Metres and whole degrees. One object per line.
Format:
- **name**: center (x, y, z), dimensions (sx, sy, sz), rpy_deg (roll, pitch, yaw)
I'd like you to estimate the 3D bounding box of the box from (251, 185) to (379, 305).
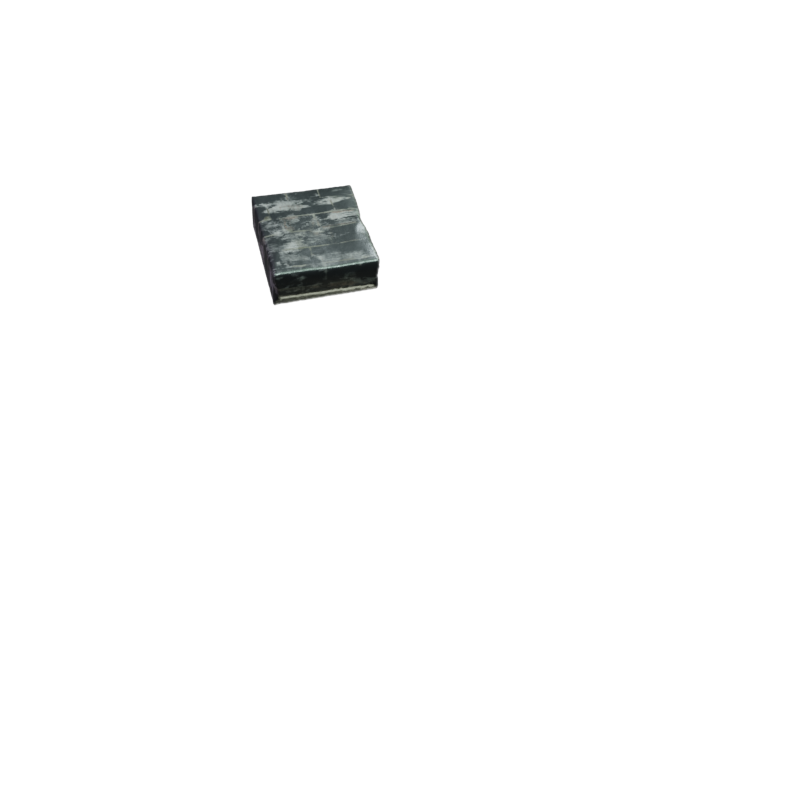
- **box**: center (-0.060, -0.109, 0.767), dimensions (0.072, 0.028, 0.097), rpy_deg (-9, 45, -10)
